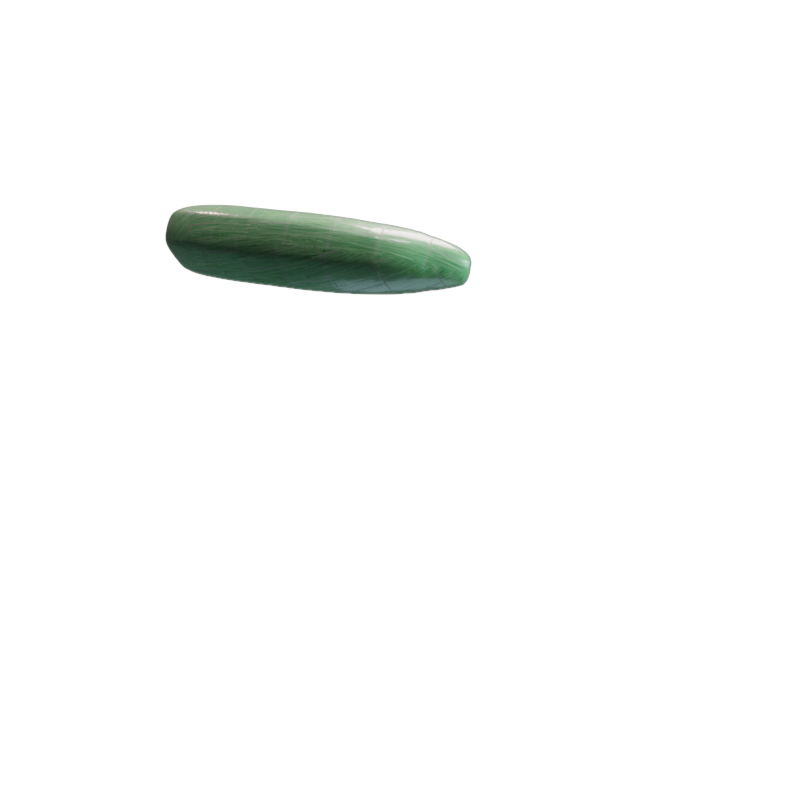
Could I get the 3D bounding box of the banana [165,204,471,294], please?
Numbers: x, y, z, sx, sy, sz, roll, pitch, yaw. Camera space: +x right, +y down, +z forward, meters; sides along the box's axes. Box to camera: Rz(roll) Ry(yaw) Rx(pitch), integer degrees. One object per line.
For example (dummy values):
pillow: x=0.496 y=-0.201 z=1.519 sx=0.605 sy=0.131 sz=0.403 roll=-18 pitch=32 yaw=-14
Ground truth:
banana: x=-0.059 y=-0.077 z=0.549 sx=0.068 sy=0.036 sz=0.208 roll=-12 pitch=18 yaw=-43
